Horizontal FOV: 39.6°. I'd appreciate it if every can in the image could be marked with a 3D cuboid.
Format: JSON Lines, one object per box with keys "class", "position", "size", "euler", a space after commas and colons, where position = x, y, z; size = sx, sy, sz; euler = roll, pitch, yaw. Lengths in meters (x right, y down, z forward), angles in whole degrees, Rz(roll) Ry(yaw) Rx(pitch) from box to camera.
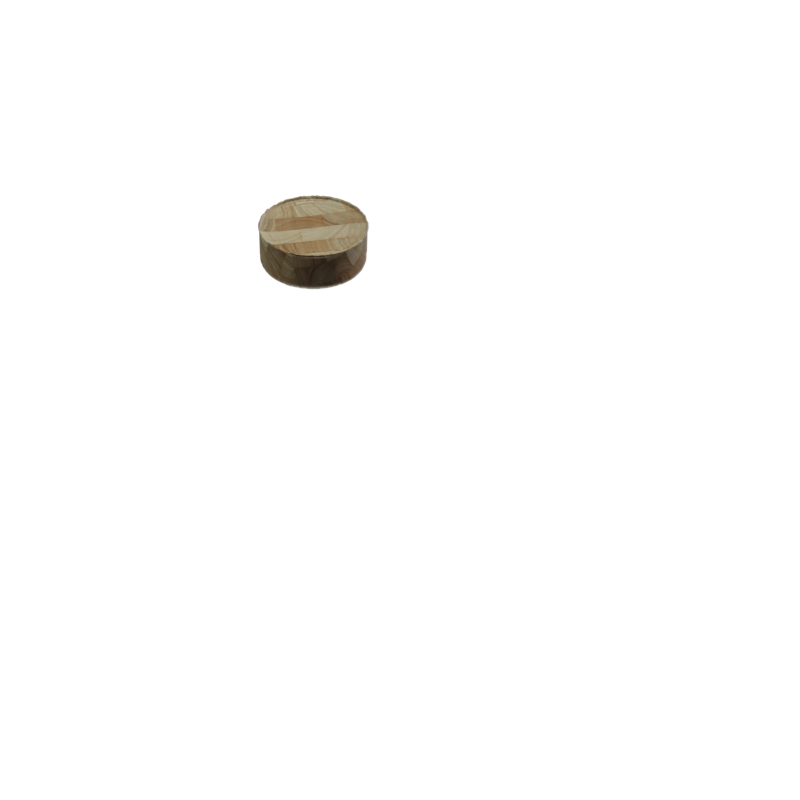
{"class": "can", "position": [-0.068, -0.124, 0.867], "size": [0.086, 0.031, 0.092], "euler": [-1, 39, -2]}
